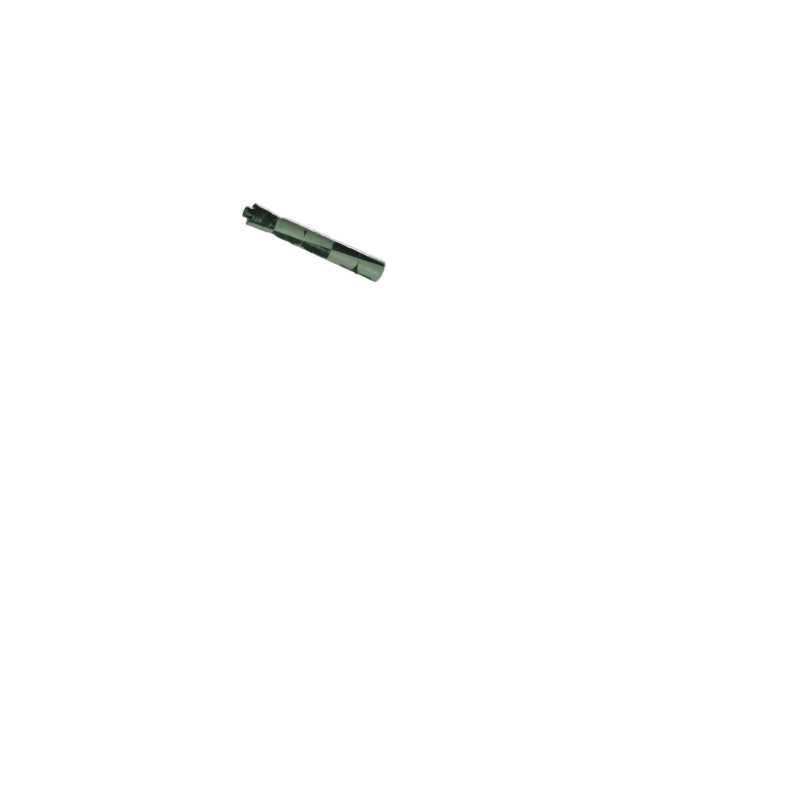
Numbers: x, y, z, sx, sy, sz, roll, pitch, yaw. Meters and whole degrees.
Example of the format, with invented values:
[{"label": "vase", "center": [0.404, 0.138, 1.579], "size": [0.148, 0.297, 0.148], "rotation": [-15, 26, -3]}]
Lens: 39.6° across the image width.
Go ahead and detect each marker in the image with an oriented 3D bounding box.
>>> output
[{"label": "marker", "center": [-0.068, -0.124, 0.871], "size": [0.117, 0.020, 0.020], "rotation": [23, -3, -15]}]
